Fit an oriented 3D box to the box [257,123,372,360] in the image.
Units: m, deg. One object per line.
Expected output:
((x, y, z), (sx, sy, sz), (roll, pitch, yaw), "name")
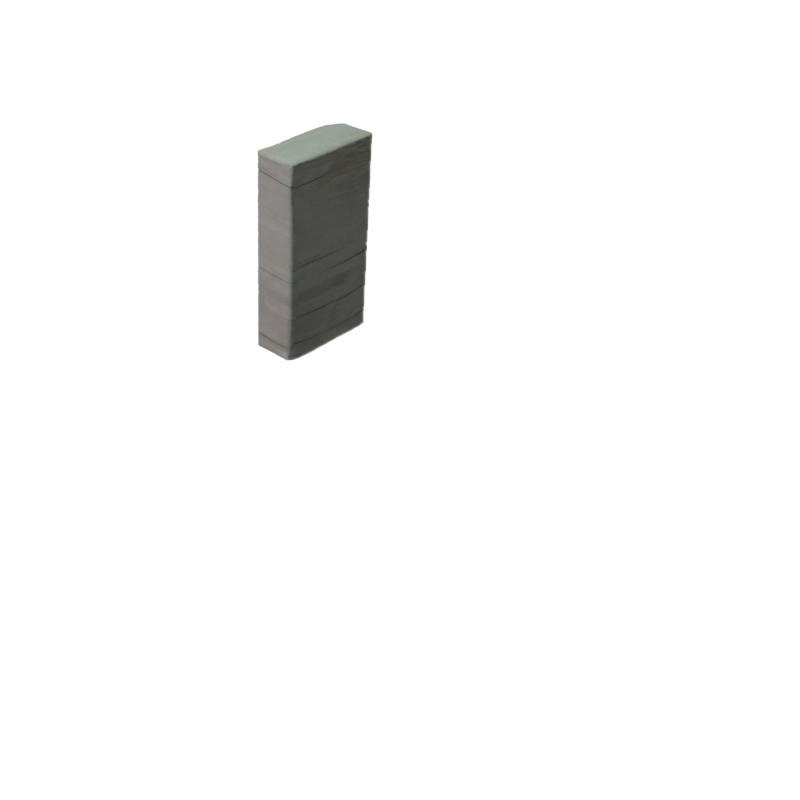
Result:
((-0.070, -0.127, 0.891), (0.051, 0.166, 0.093), (23, 35, 34), "box")
